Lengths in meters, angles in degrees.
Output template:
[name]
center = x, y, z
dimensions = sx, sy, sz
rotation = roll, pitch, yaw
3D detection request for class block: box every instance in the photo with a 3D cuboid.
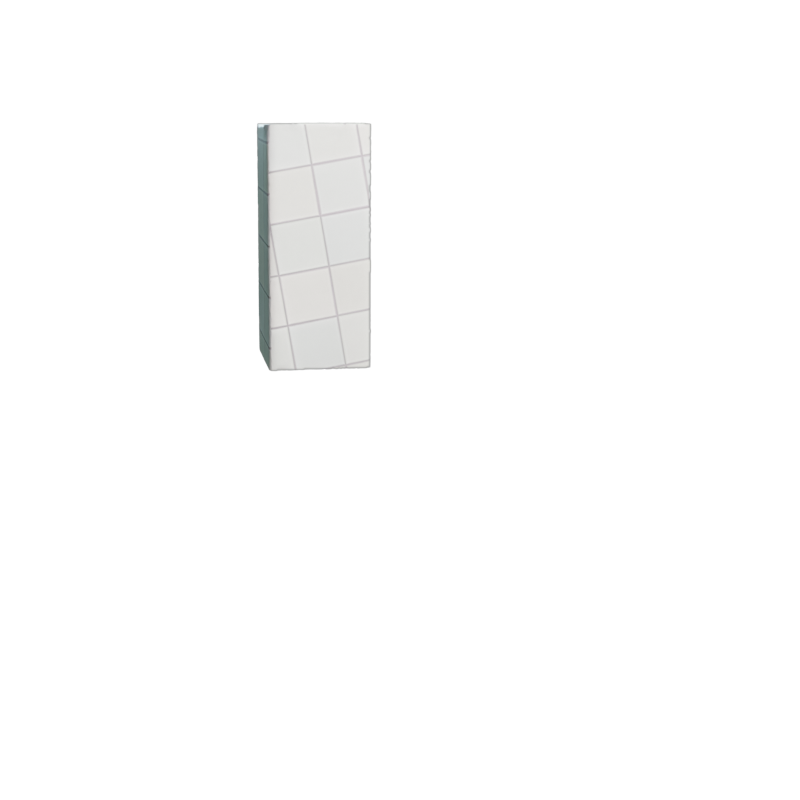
[block]
center = -0.076, -0.138, 0.964
dimensions = 0.089, 0.202, 0.094
rotation = -1, 8, -11
